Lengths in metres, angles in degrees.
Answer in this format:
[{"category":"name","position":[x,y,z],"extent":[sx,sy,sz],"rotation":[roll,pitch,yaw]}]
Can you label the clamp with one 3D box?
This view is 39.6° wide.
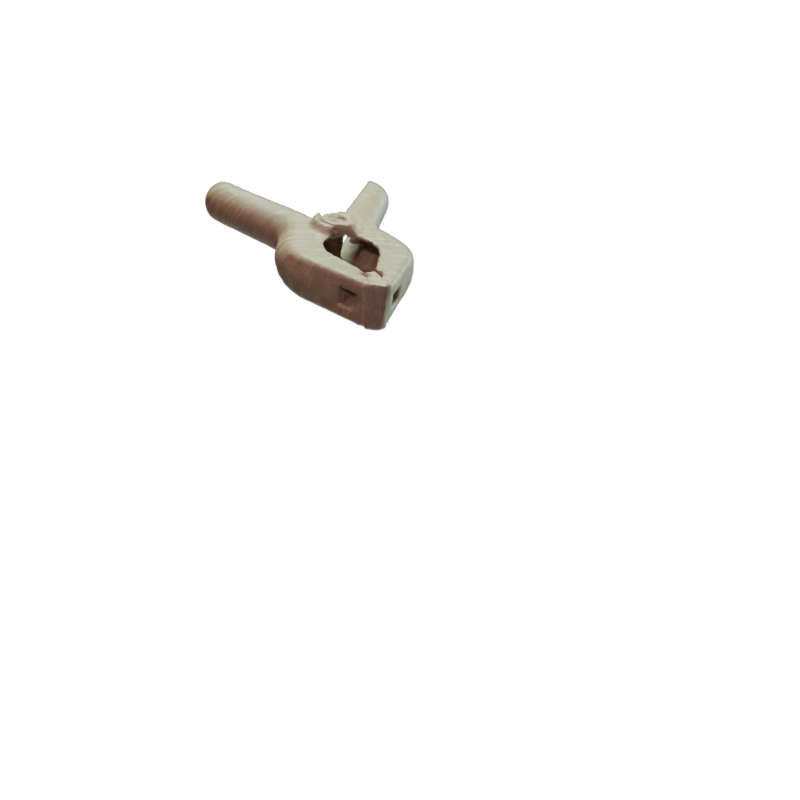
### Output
[{"category":"clamp","position":[-0.051,-0.093,0.654],"extent":[0.119,0.037,0.183],"rotation":[-5,28,-10]}]
